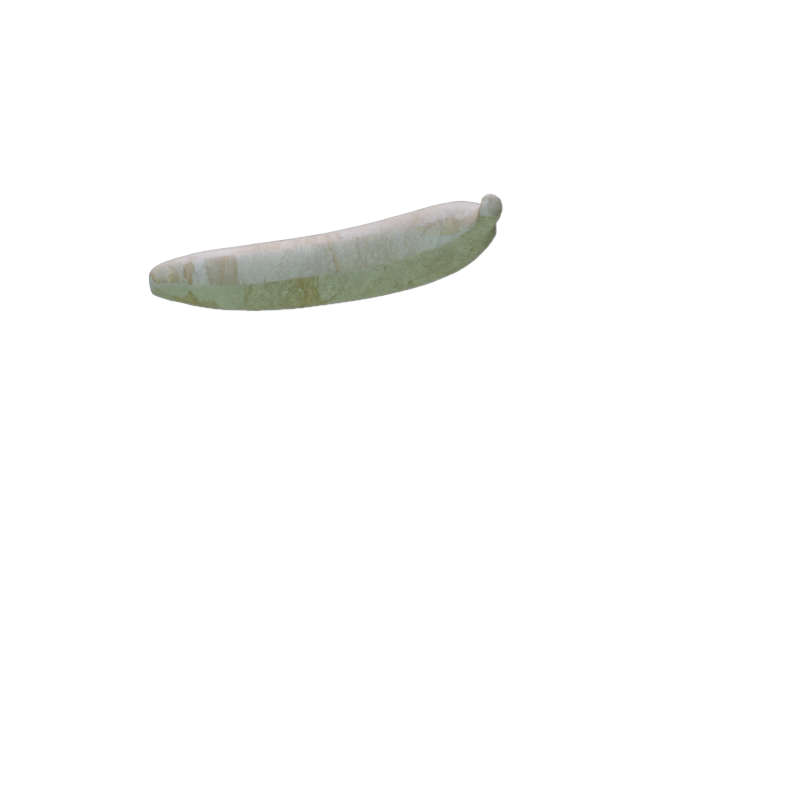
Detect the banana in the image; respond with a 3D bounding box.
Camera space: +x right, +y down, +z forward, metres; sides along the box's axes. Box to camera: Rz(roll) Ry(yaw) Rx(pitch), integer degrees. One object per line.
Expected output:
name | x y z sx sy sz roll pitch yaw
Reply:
banana | -0.032 -0.074 0.567 0.201 0.039 0.065 -10 -24 25
